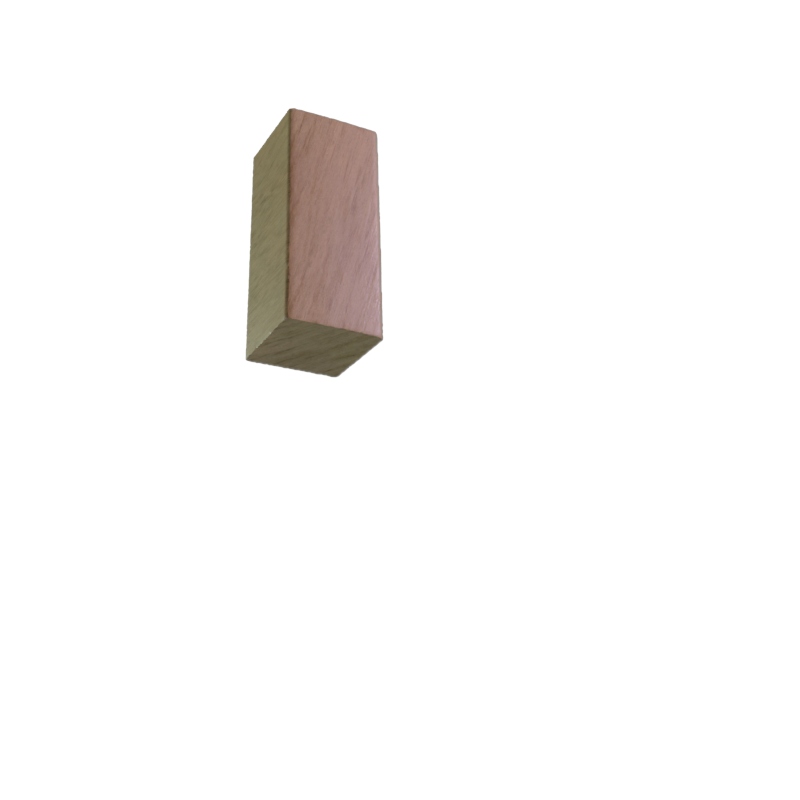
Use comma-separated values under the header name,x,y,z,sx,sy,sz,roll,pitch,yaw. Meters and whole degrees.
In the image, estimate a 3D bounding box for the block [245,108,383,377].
name,x,y,z,sx,sy,sz,roll,pitch,yaw
block,-0.075,-0.138,0.966,0.087,0.219,0.089,12,-31,-25
